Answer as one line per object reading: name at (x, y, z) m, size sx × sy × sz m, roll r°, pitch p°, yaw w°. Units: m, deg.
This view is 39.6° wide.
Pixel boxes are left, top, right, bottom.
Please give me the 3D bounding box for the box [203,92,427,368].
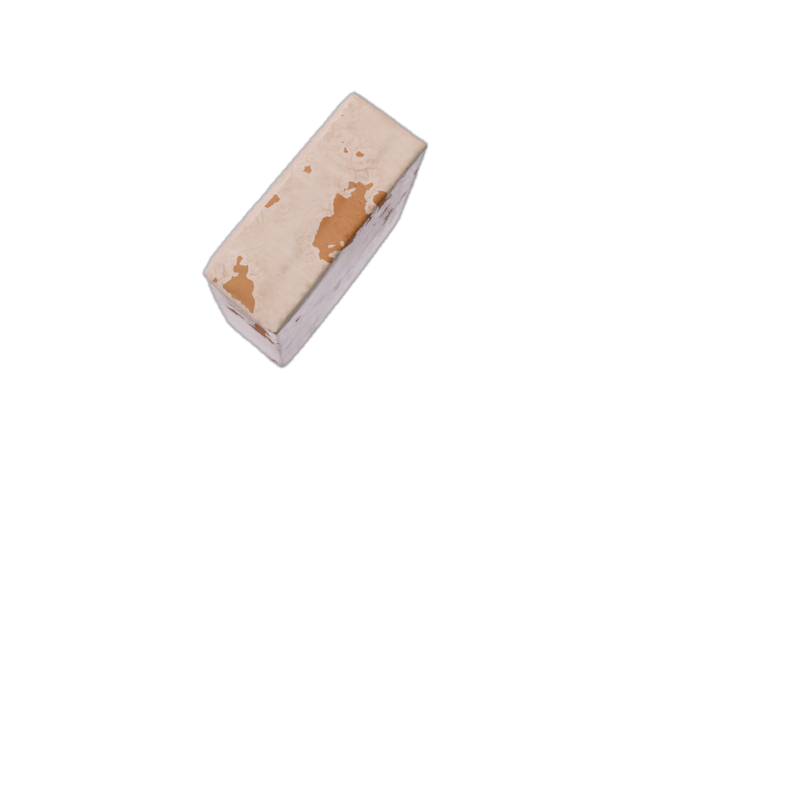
box at (-0.065, -0.118, 0.824) m, size 0.073 × 0.166 × 0.210 m, roll 37°, pitch -8°, yaw 0°
